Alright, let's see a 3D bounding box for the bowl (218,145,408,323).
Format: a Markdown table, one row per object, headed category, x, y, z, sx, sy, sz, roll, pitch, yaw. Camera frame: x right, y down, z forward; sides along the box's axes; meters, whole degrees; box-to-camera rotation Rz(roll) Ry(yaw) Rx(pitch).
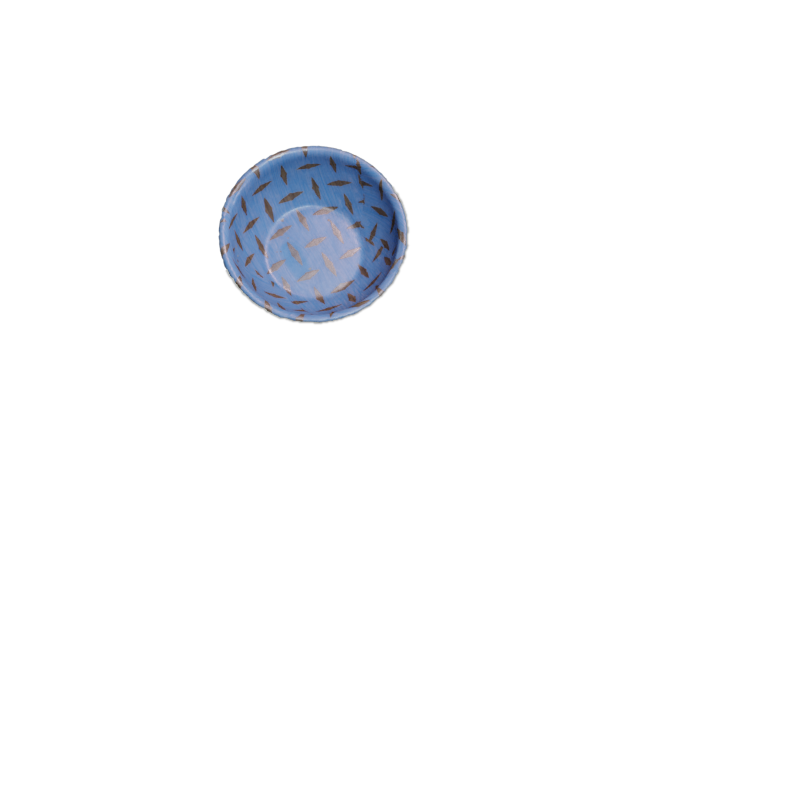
| category | x | y | z | sx | sy | sz | roll | pitch | yaw |
| --- | --- | --- | --- | --- | --- | --- | --- | --- | --- |
| bowl | -0.076 | -0.138 | 0.968 | 0.162 | 0.169 | 0.053 | -1 | -18 | -1 |
